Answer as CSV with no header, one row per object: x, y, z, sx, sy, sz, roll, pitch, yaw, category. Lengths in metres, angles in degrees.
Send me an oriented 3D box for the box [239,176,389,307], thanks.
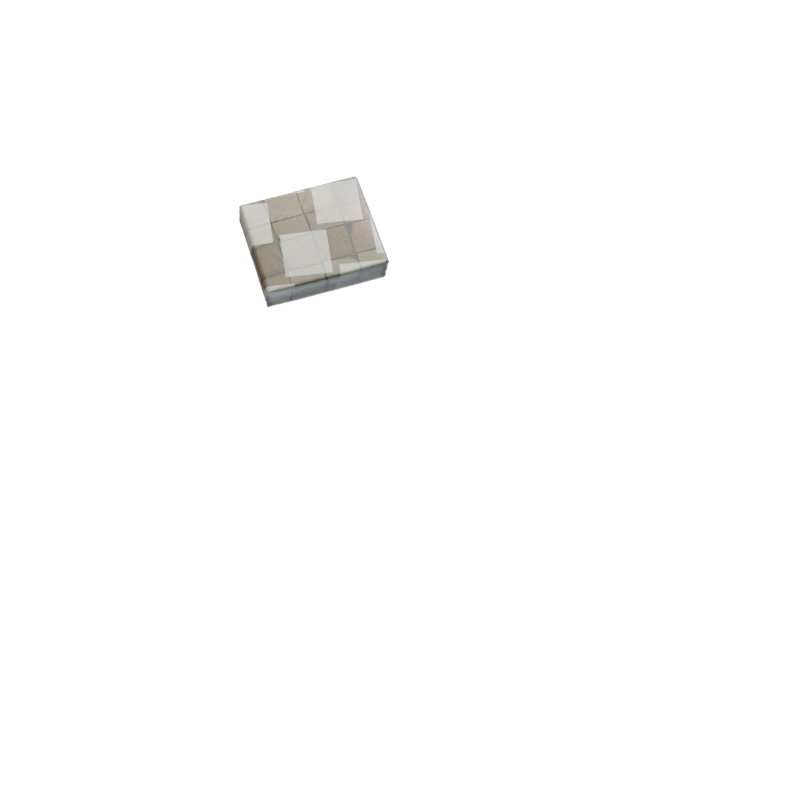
-0.077,-0.140,0.980,0.113,0.096,0.037,-17,-24,-8,box
